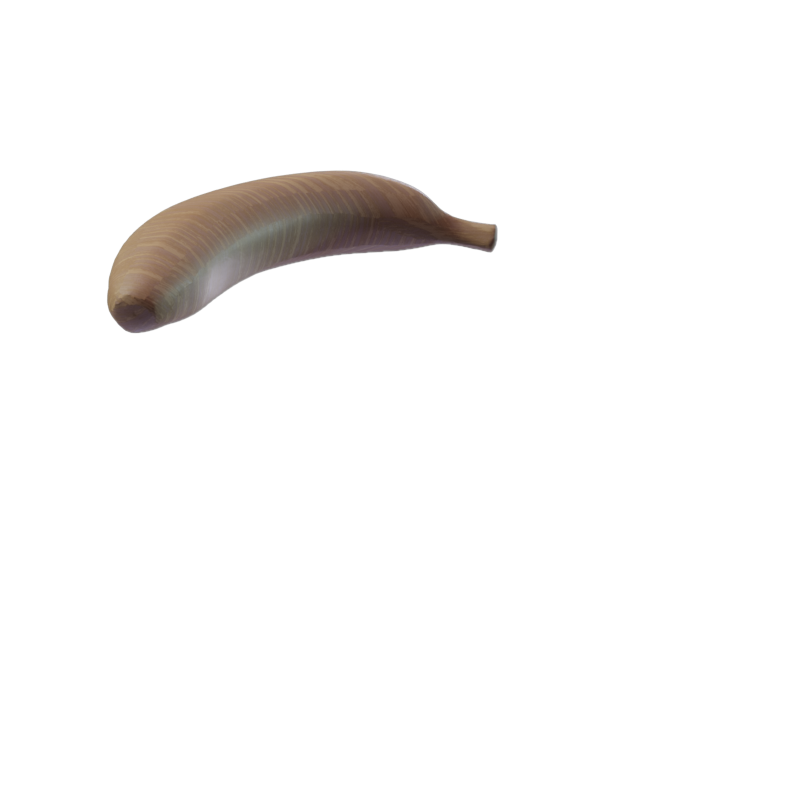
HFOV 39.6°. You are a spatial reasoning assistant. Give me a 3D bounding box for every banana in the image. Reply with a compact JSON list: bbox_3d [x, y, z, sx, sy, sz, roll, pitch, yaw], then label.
[{"bbox_3d":[-0.044,-0.063,0.421,0.073,0.035,0.194,15,25,38],"label":"banana"}]
